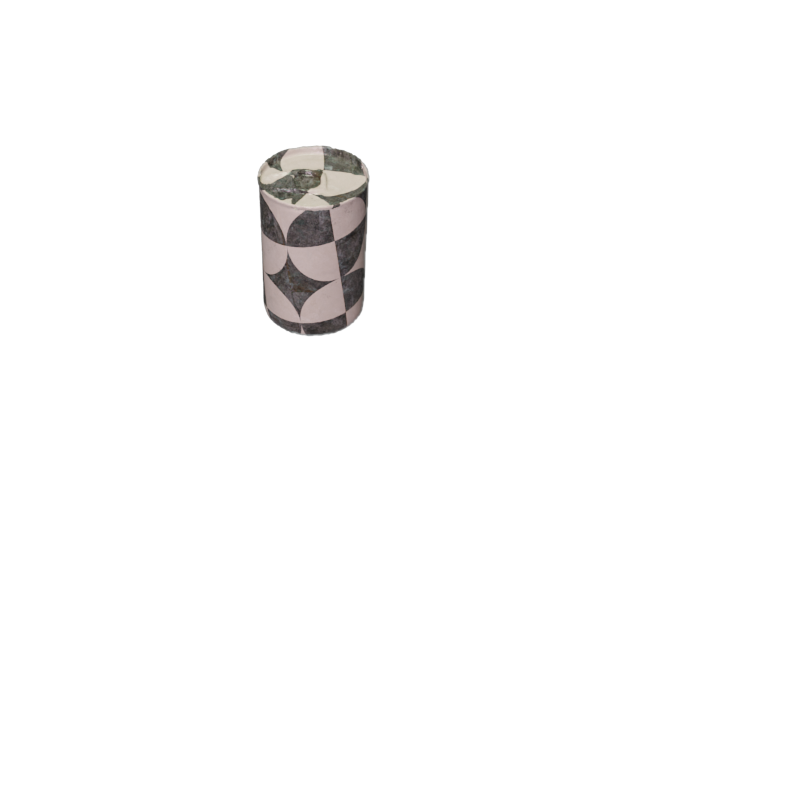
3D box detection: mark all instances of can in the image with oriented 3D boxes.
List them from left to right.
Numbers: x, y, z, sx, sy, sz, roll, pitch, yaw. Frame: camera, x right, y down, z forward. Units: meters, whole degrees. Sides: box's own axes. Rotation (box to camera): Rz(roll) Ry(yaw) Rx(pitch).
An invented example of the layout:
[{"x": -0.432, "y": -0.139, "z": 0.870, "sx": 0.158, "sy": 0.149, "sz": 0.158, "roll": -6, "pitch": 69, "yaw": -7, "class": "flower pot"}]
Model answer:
[{"x": -0.055, "y": -0.100, "z": 0.699, "sx": 0.068, "sy": 0.095, "sz": 0.073, "roll": 0, "pitch": 41, "yaw": -3, "class": "can"}]
